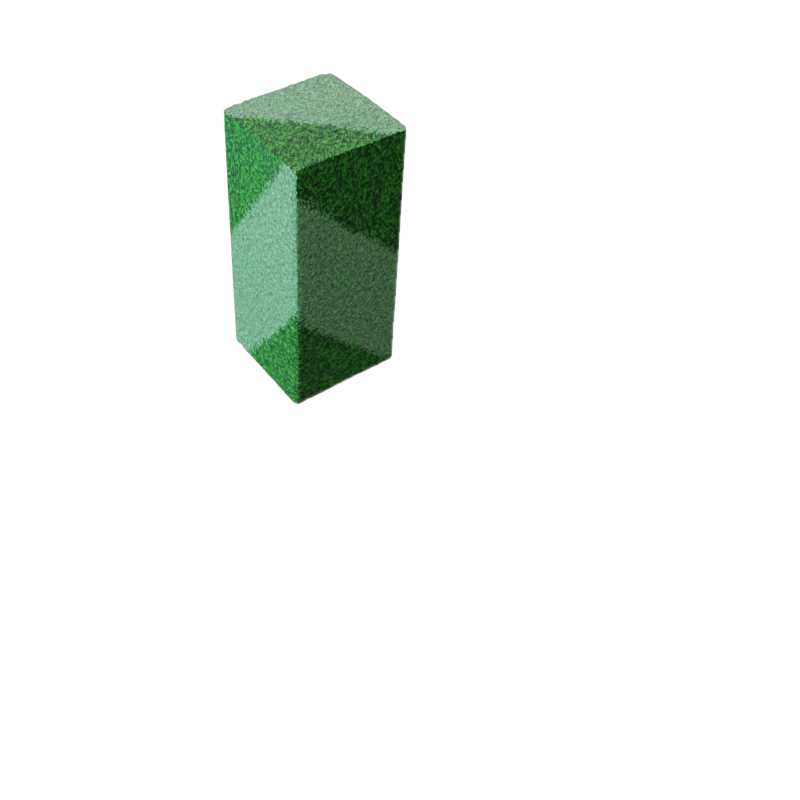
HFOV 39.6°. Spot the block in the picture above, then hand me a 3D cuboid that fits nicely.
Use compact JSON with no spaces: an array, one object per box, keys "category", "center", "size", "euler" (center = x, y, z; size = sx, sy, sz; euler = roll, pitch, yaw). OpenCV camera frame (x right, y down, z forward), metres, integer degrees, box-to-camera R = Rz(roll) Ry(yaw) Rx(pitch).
[{"category":"block","center":[-0.062,-0.113,0.785],"size":[0.090,0.192,0.097],"euler":[-25,50,-28]}]
